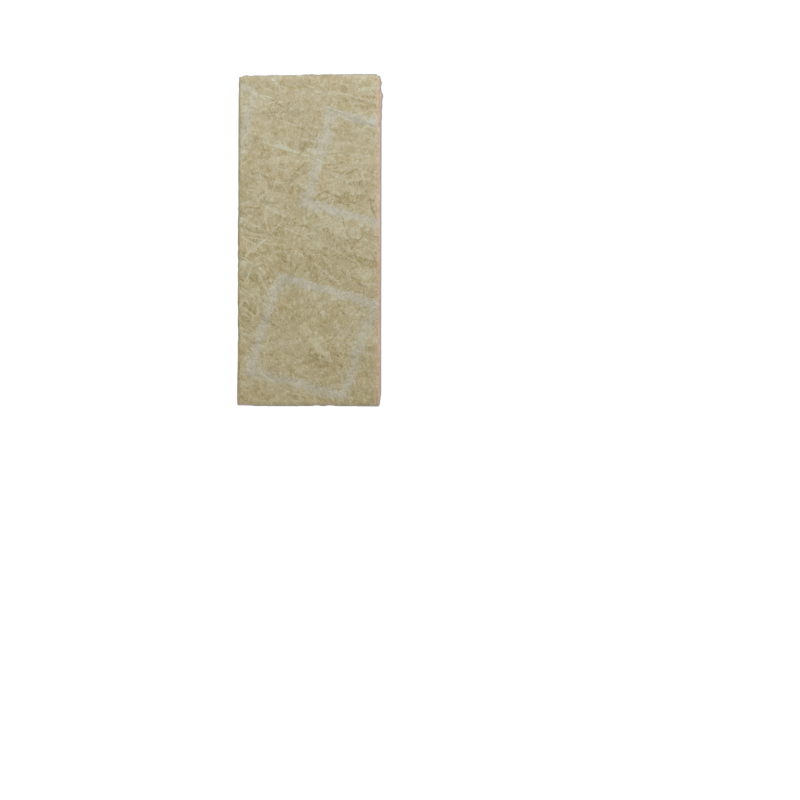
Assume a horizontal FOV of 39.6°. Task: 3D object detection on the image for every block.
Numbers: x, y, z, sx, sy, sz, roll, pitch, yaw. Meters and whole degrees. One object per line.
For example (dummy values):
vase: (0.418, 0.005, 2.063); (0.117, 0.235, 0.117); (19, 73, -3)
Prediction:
block: (-0.056, -0.104, 0.728); (0.090, 0.207, 0.090); (0, -1, 2)
